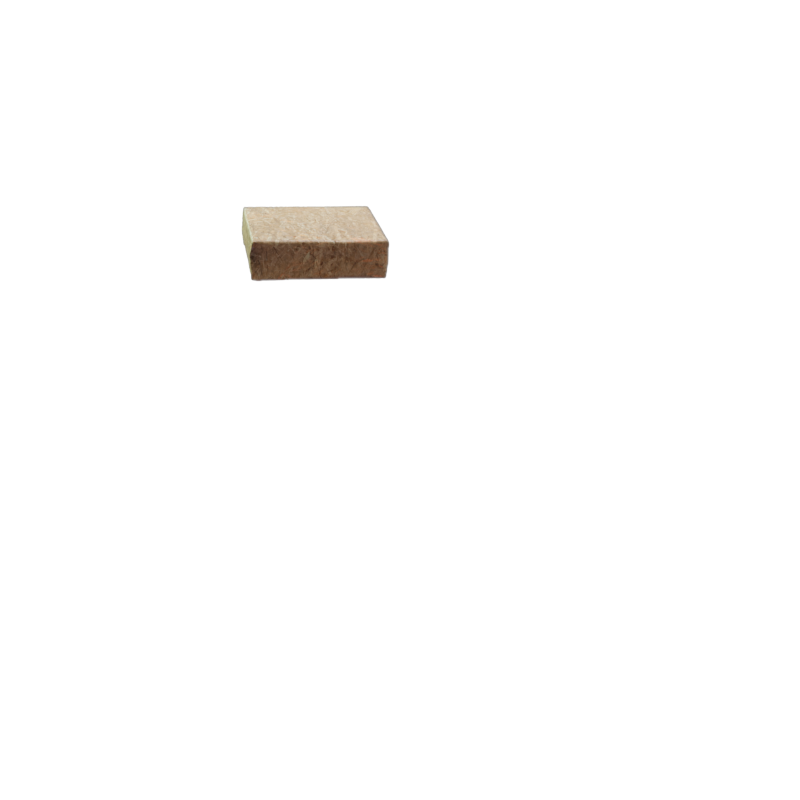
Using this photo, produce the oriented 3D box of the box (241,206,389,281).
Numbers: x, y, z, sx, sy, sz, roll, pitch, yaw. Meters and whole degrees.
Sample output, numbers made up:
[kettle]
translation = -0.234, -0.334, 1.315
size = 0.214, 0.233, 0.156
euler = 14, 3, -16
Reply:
[box]
translation = -0.072, -0.131, 0.920
size = 0.112, 0.037, 0.095
euler = -4, 25, -9
